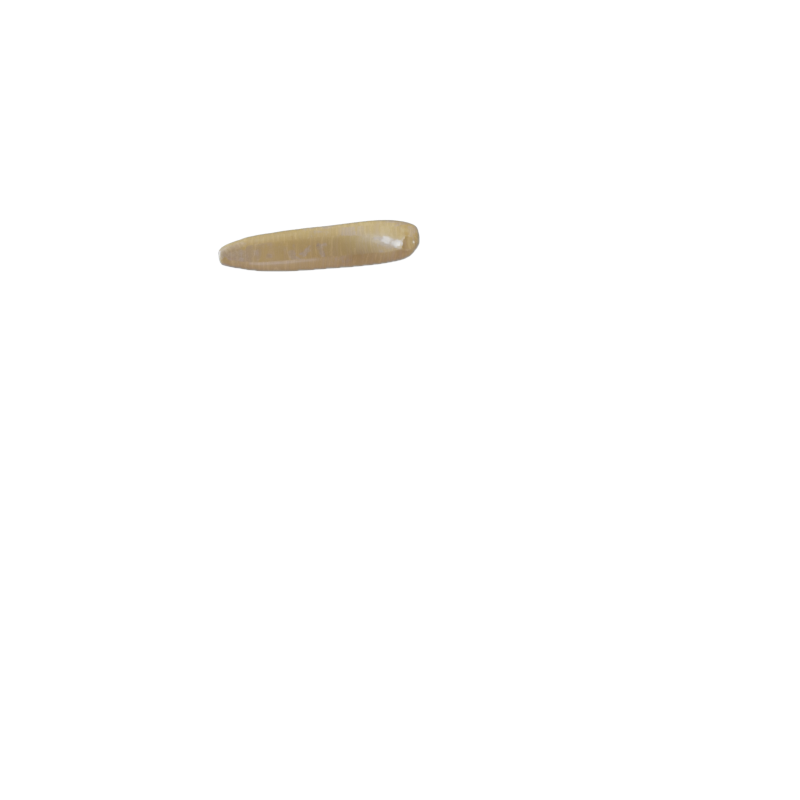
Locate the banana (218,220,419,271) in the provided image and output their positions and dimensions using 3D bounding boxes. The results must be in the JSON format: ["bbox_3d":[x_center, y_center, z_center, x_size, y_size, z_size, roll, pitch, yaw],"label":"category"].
[{"bbox_3d":[-0.059,-0.131,0.934,0.204,0.037,0.066,-1,-4,33],"label":"banana"}]
